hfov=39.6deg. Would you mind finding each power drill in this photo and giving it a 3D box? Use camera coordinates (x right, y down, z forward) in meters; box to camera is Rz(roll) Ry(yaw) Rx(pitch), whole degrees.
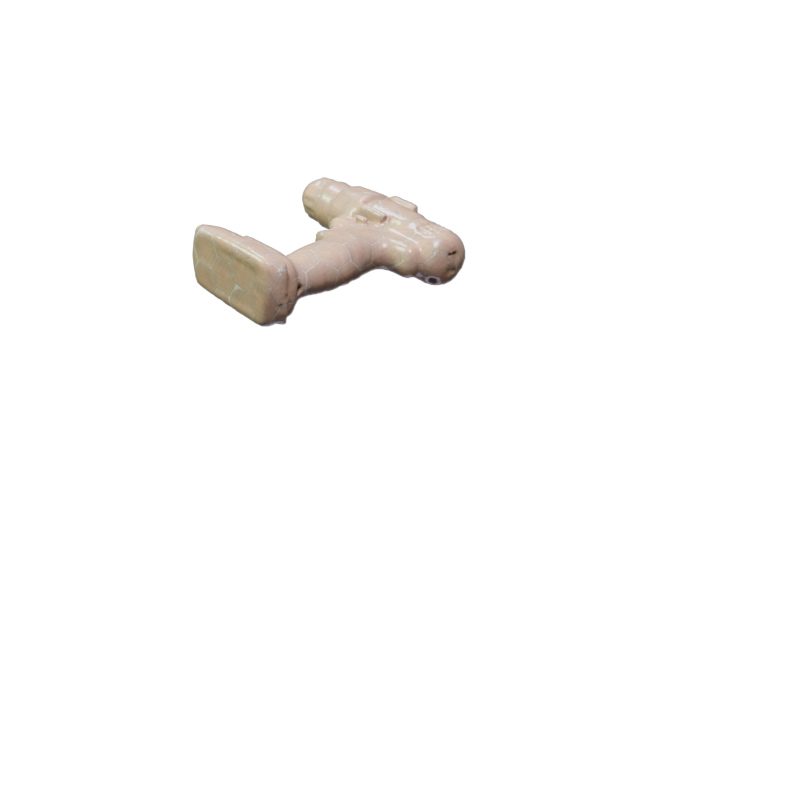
[{"bbox_3d":[-0.070,-0.128,0.896,0.185,0.054,0.197,-22,36,-34],"label":"power drill"}]
